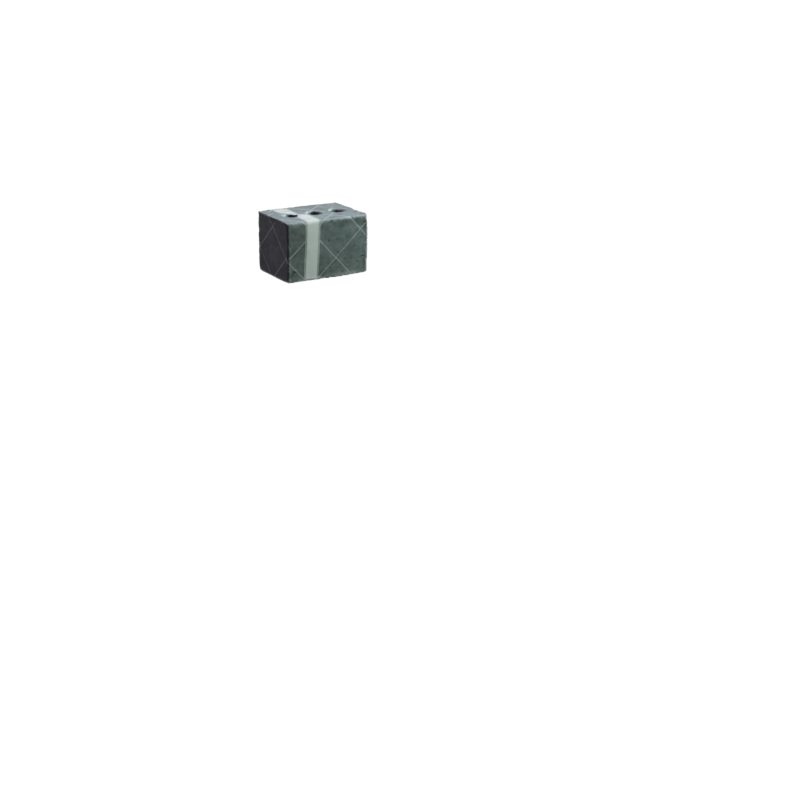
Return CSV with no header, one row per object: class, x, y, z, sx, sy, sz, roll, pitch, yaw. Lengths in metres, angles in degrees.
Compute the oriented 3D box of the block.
block,-0.072,-0.132,0.923,0.076,0.049,0.056,-11,21,-30
